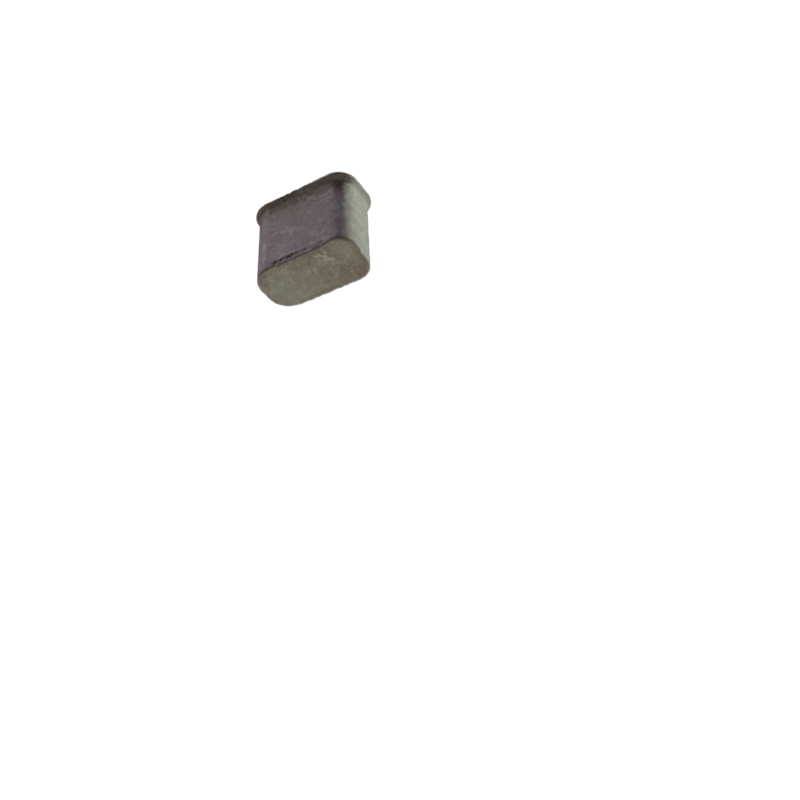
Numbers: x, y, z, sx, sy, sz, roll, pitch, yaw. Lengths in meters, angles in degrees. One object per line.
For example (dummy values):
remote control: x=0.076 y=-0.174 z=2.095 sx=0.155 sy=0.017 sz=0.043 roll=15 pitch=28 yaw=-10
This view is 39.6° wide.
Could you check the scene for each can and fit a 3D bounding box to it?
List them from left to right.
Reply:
can: x=-0.075 y=-0.136 z=0.955 sx=0.102 sy=0.090 sz=0.053 roll=-22 pitch=-45 yaw=21
